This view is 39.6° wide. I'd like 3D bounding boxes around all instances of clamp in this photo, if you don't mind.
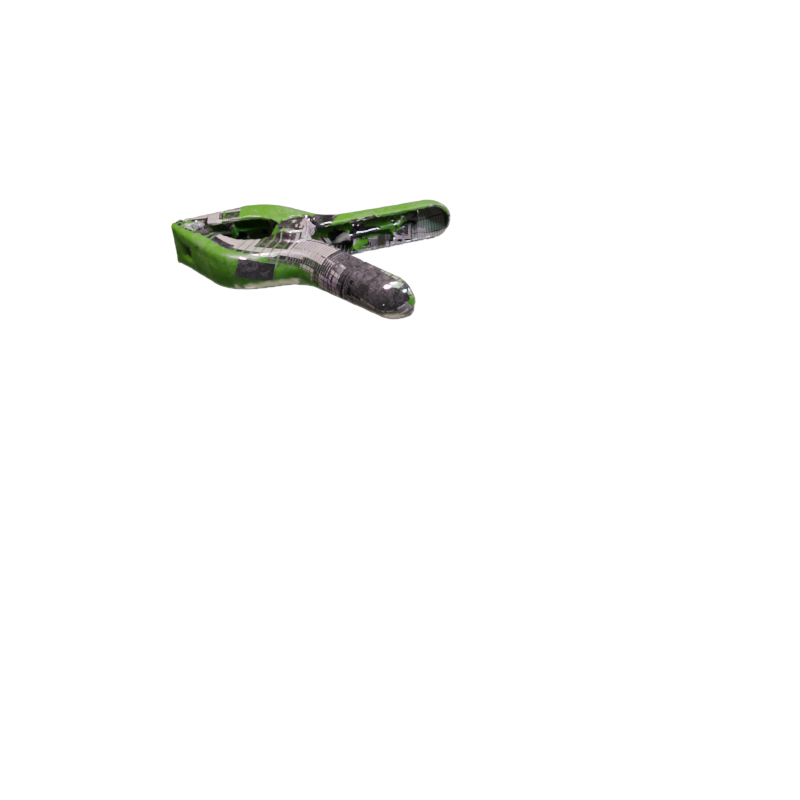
[{"bbox_3d":[-0.053,-0.097,0.683,0.178,0.037,0.122,12,31,21],"label":"clamp"}]
